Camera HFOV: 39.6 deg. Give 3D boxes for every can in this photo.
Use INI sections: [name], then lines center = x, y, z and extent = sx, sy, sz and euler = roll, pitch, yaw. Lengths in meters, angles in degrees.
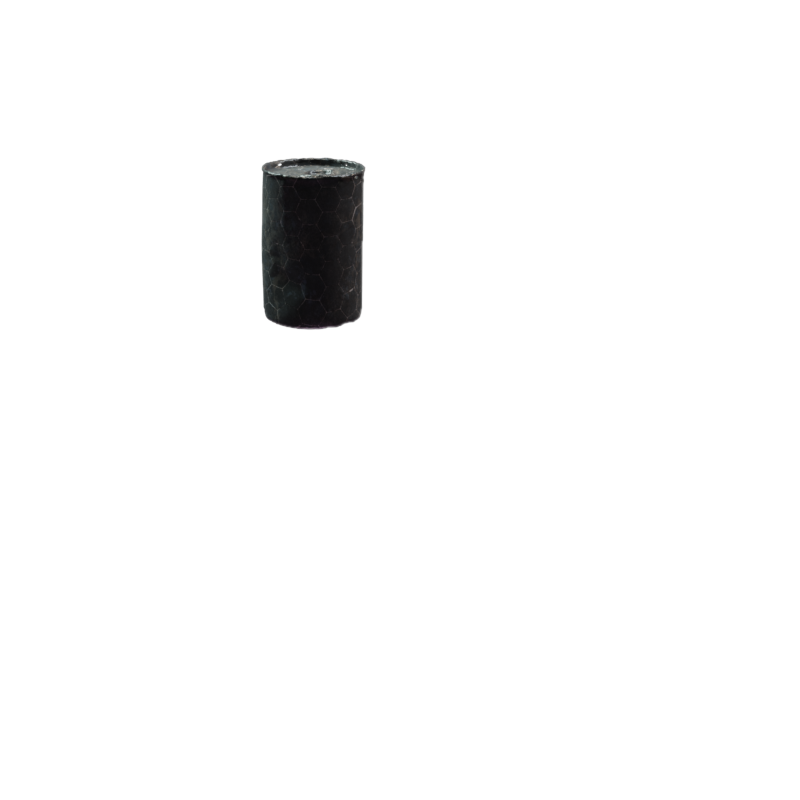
[can]
center = -0.058, -0.105, 0.737
extent = 0.068, 0.099, 0.071
euler = 0, 17, -2
